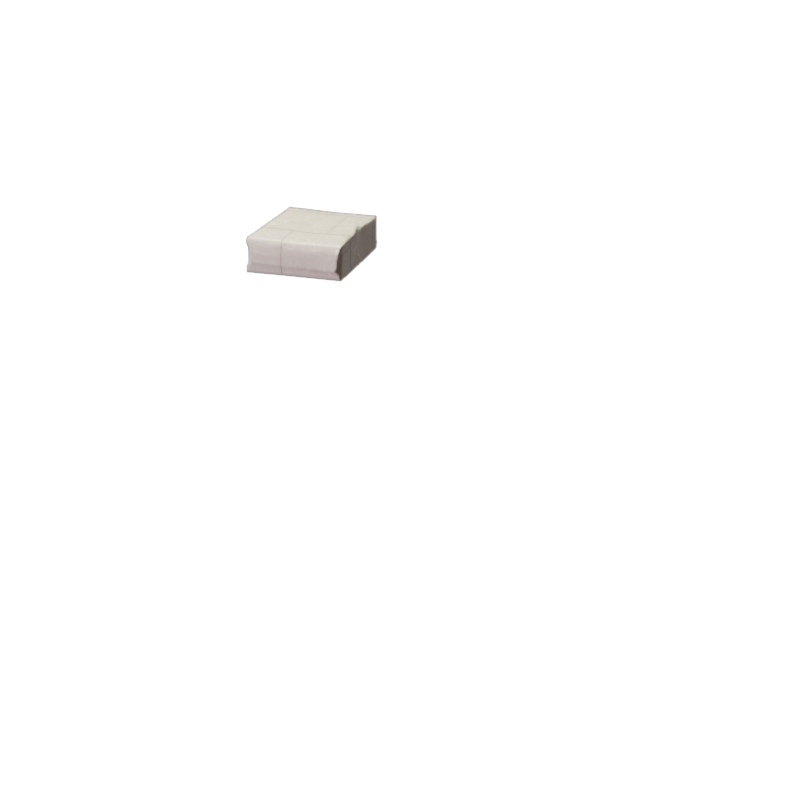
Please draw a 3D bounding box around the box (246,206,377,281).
[{"bbox_3d":[-0.064,-0.117,0.822,0.075,0.029,0.091,7,24,16],"label":"box"}]
